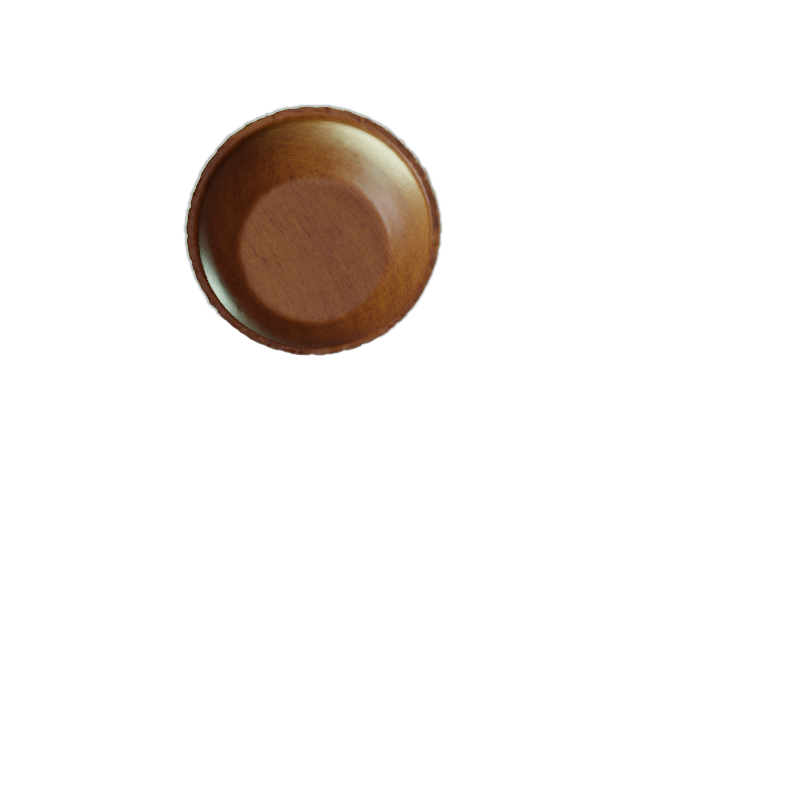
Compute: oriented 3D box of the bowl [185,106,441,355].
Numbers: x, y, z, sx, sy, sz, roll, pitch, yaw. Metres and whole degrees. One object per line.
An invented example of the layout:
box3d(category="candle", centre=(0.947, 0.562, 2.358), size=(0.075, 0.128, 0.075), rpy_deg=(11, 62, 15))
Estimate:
box3d(category="bowl", centre=(-0.053, -0.097, 0.678), size=(0.162, 0.157, 0.057), rpy_deg=(0, 13, -1))
